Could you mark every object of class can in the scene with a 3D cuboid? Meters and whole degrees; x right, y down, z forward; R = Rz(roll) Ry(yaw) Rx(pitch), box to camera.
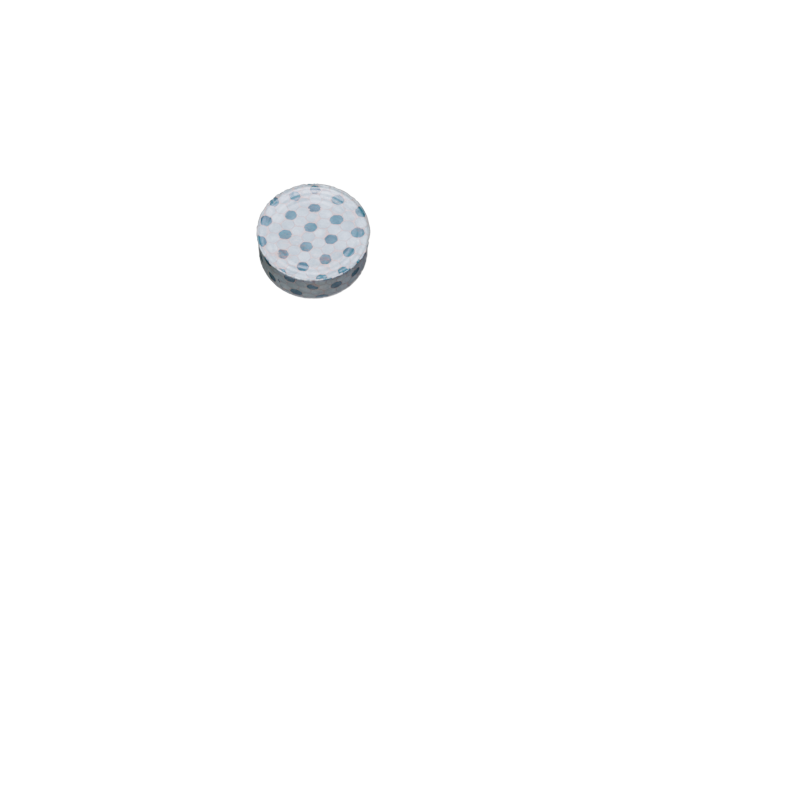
[{"bbox_3d":[-0.066,-0.121,0.849,0.086,0.091,0.032,-1,-28,-1],"label":"can"}]
